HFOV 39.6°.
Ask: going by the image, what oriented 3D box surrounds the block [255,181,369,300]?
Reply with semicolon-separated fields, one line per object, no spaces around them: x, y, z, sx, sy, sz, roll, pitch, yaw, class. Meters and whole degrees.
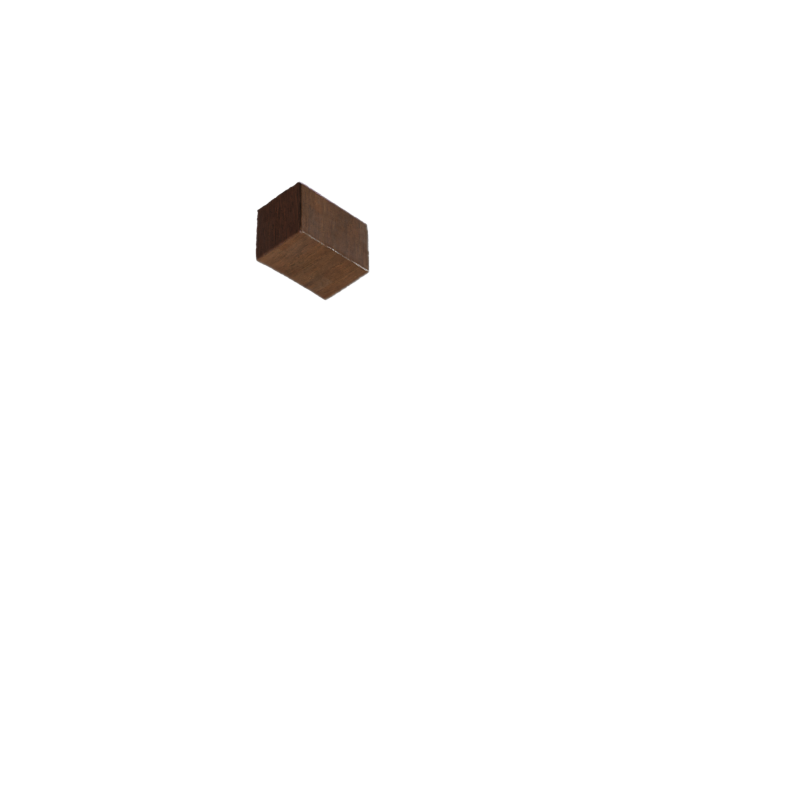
-0.069;-0.125;0.878;0.052;0.055;0.073;-30;-44;34;block
